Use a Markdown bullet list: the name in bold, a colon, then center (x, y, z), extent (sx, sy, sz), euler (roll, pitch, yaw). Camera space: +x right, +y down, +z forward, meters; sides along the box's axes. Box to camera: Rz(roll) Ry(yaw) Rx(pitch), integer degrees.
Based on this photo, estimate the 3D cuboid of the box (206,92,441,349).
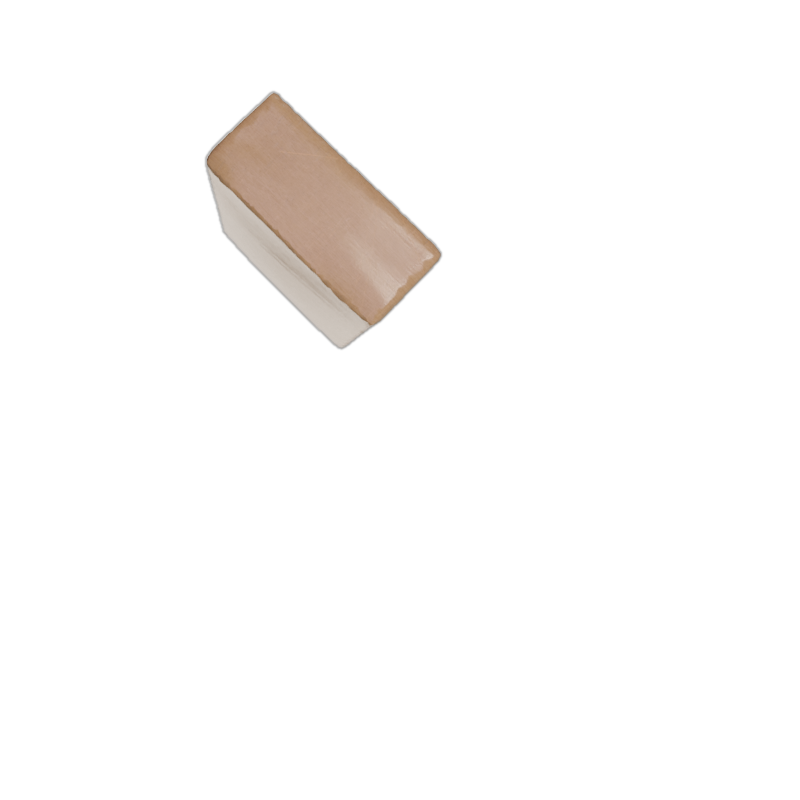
- **box**: center (-0.040, -0.071, 0.501), extent (0.094, 0.048, 0.175), euler (45, -3, -2)
